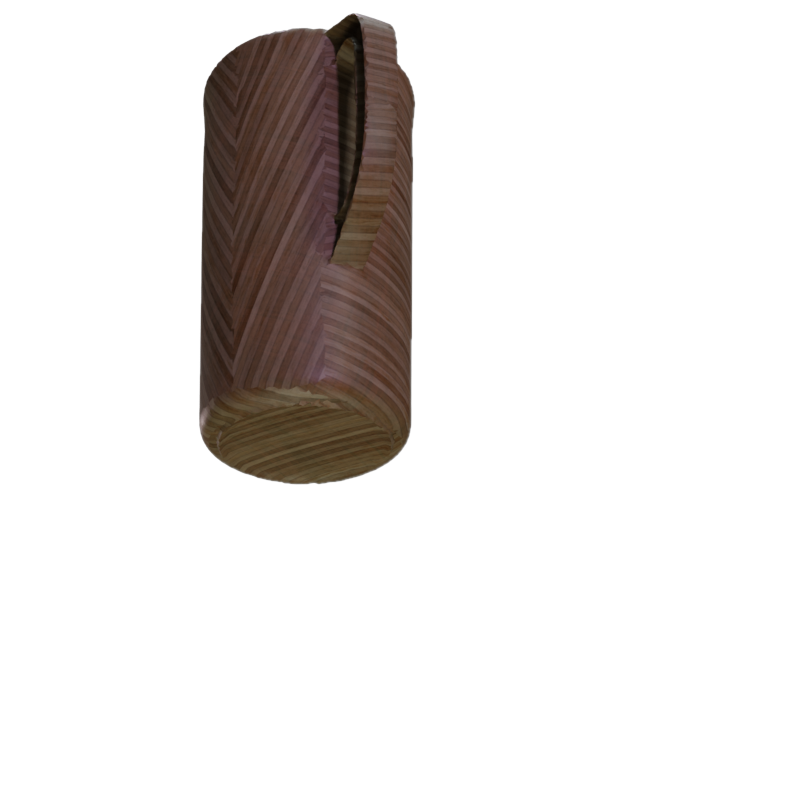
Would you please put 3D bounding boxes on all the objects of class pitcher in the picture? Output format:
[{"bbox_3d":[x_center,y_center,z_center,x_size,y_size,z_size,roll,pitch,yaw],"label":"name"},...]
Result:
[{"bbox_3d":[-0.049,-0.089,0.621,0.146,0.260,0.138,-13,-35,15],"label":"pitcher"}]
